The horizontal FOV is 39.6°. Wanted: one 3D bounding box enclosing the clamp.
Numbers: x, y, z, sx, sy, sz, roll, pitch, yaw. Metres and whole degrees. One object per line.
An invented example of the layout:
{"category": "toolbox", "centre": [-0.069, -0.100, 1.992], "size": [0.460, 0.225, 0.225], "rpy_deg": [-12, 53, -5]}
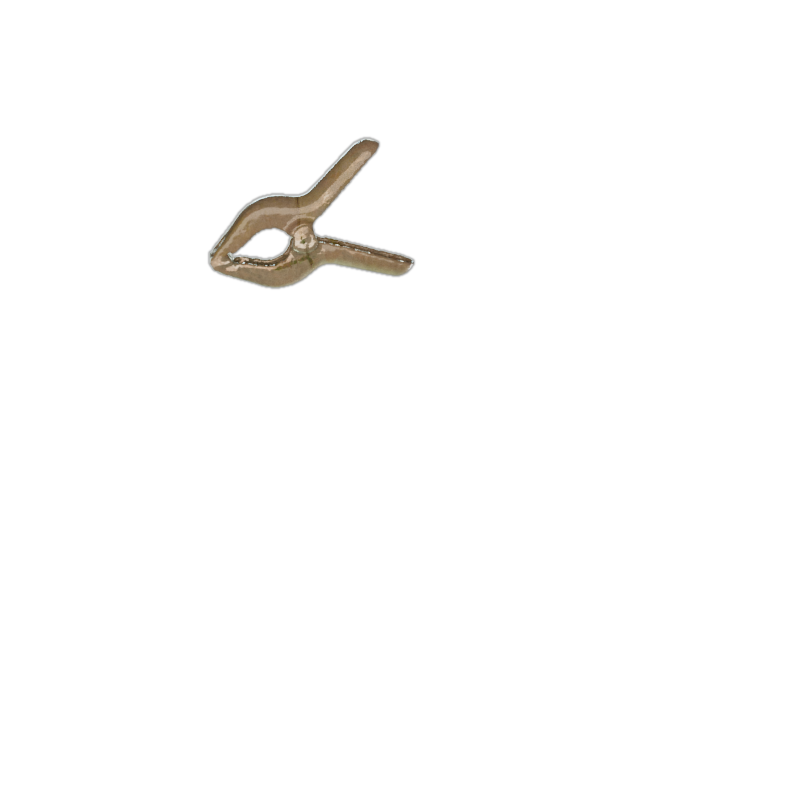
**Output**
{"category": "clamp", "centre": [-0.073, -0.134, 0.936], "size": [0.171, 0.117, 0.040], "rpy_deg": [-25, 9, 4]}
